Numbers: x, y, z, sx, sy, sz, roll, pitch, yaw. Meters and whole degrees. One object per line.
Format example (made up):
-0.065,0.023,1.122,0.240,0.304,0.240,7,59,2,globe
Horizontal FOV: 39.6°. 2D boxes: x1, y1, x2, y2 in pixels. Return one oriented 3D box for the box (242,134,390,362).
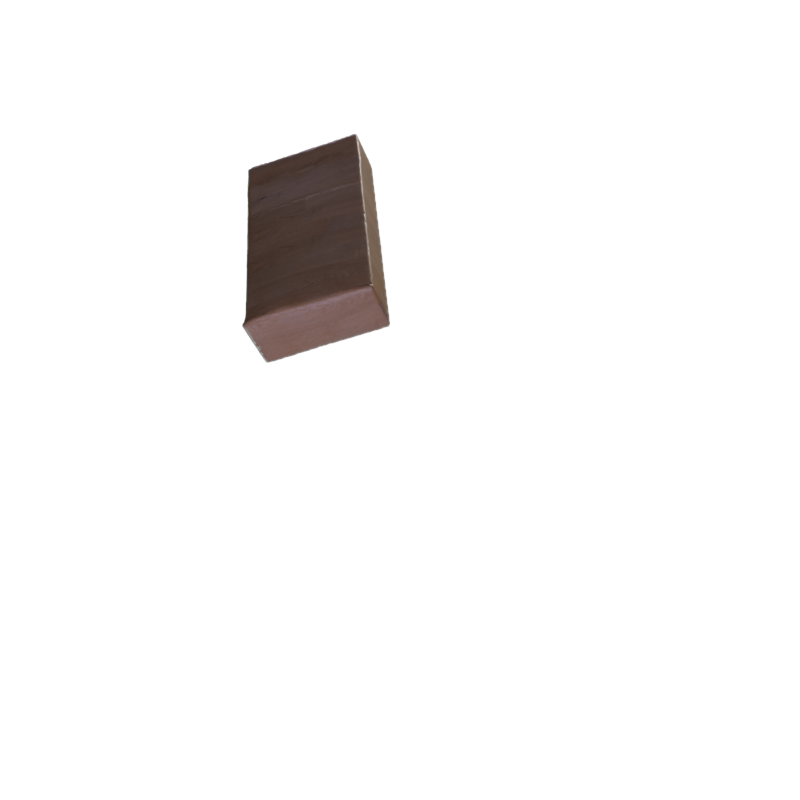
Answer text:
-0.062,-0.113,0.795,0.094,0.044,0.189,-16,41,11,box
